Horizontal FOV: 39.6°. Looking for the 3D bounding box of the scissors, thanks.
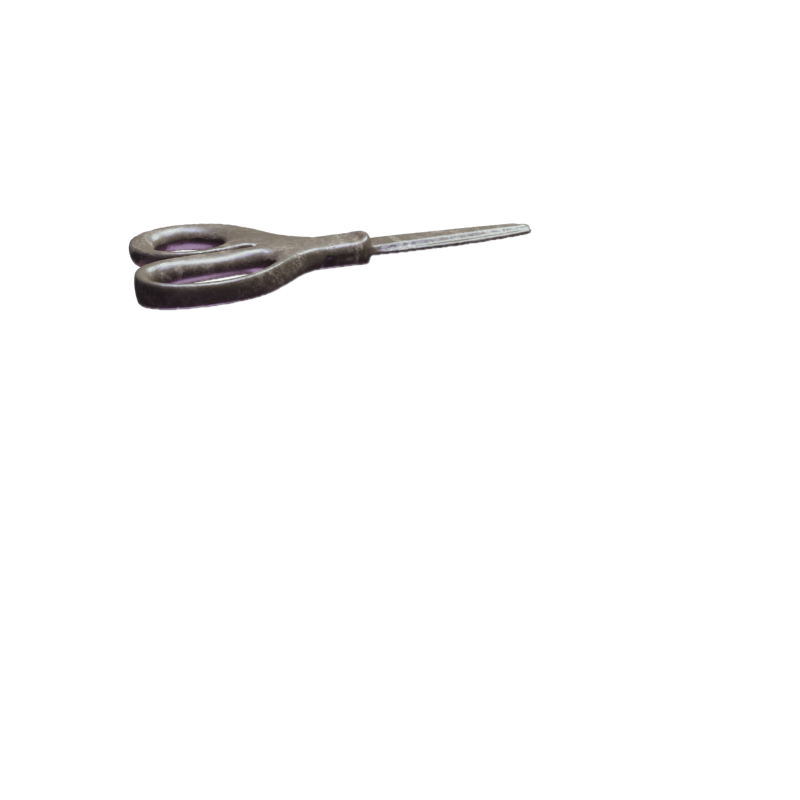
[{"bbox_3d":[-0.042,-0.077,0.537,0.198,0.015,0.103,-18,30,-33],"label":"scissors"}]
